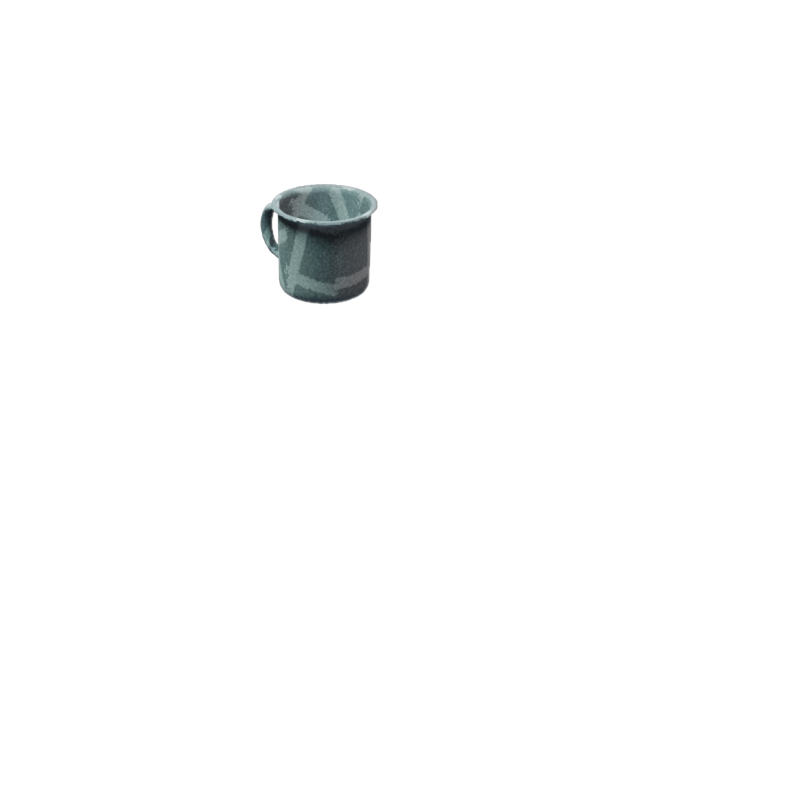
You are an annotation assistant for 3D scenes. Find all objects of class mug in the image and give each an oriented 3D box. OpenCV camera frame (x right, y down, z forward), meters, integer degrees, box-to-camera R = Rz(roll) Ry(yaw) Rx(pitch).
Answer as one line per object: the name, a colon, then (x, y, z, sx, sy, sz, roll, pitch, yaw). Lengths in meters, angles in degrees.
mug: (-0.077, -0.141, 0.987, 0.123, 0.077, 0.094, 18, 33, 29)
